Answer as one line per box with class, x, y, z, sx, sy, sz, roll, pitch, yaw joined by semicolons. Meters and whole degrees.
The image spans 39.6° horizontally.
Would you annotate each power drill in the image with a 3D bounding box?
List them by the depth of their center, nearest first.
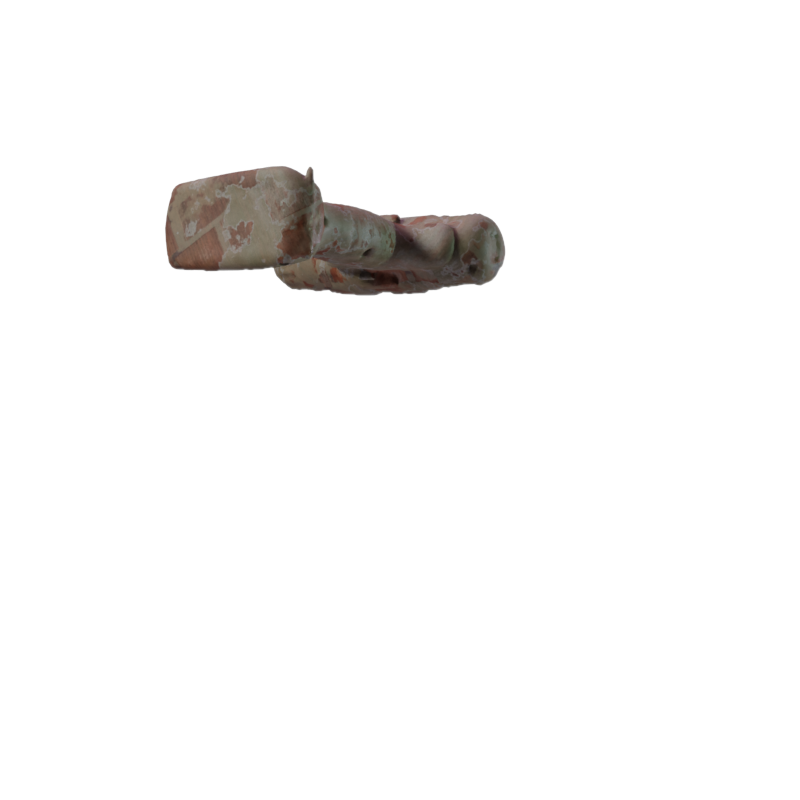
power drill;-0.055;-0.100;0.701;0.191;0.058;0.179;-1;-1;39
